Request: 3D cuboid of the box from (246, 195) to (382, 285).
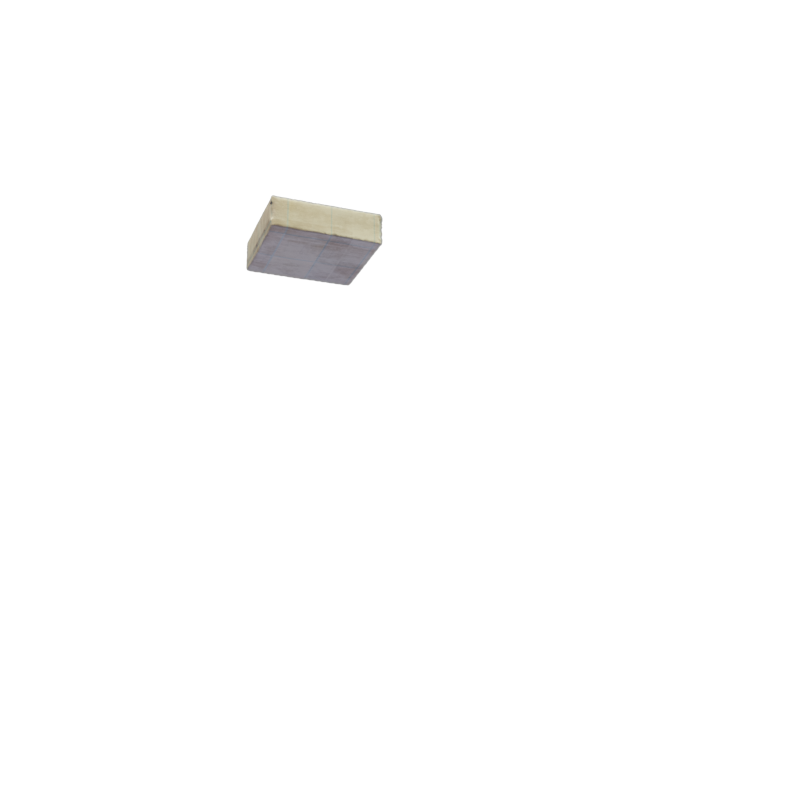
[{"bbox_3d":[-0.067,-0.122,0.853,0.087,0.032,0.071,8,-25,-17],"label":"box"}]
